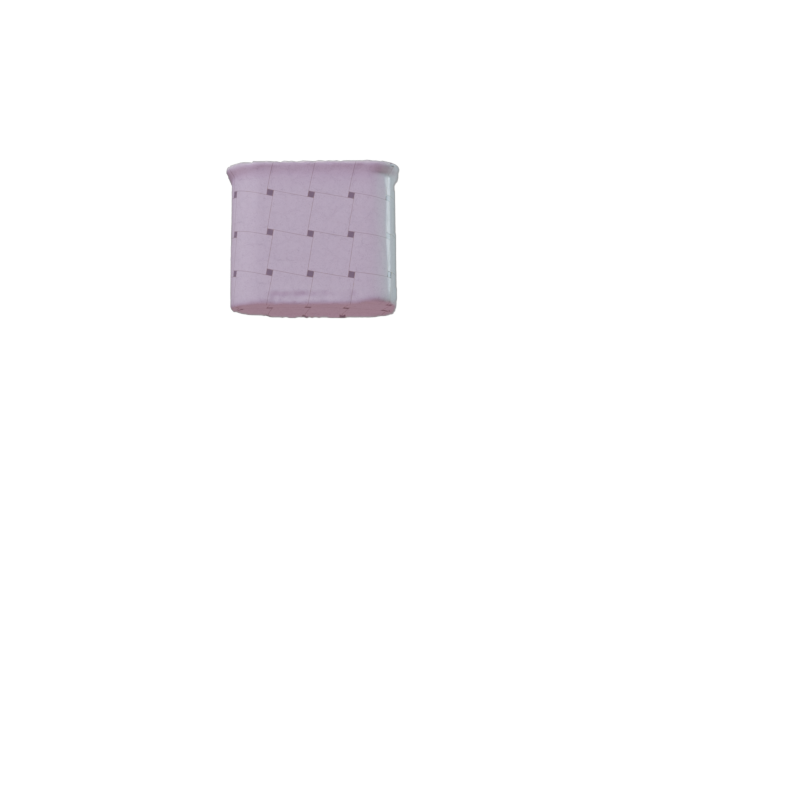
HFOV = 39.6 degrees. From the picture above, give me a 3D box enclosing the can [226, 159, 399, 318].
[{"bbox_3d":[-0.051,-0.093,0.653,0.102,0.086,0.056,0,-10,0],"label":"can"}]
